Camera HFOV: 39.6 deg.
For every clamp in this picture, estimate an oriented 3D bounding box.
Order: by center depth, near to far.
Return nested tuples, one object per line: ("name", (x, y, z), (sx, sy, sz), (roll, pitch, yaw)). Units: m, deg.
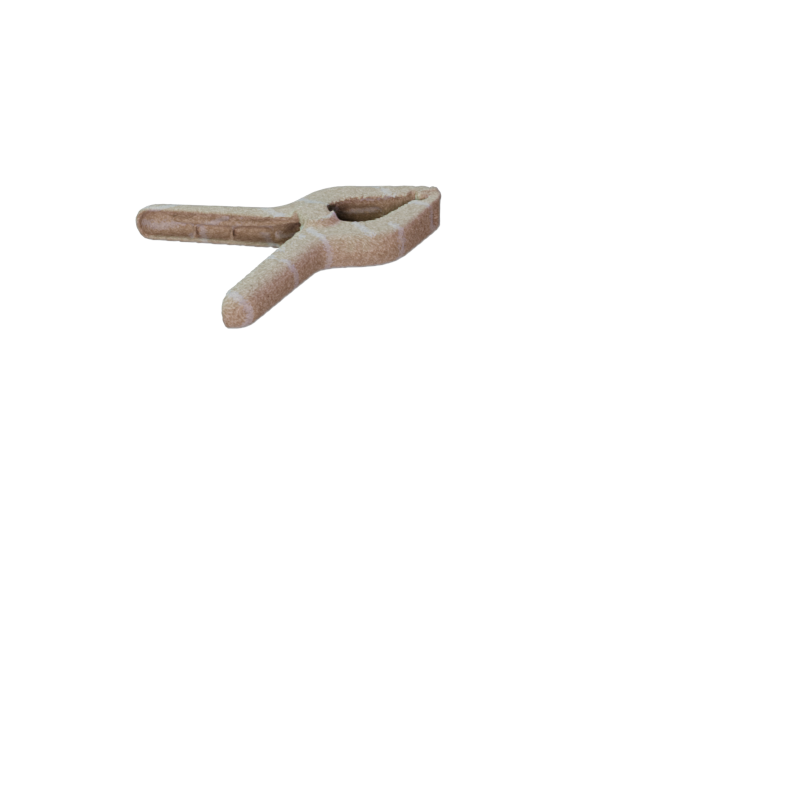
("clamp", (-0.059, -0.107, 0.748), (0.207, 0.034, 0.177), (-12, 34, -19))
